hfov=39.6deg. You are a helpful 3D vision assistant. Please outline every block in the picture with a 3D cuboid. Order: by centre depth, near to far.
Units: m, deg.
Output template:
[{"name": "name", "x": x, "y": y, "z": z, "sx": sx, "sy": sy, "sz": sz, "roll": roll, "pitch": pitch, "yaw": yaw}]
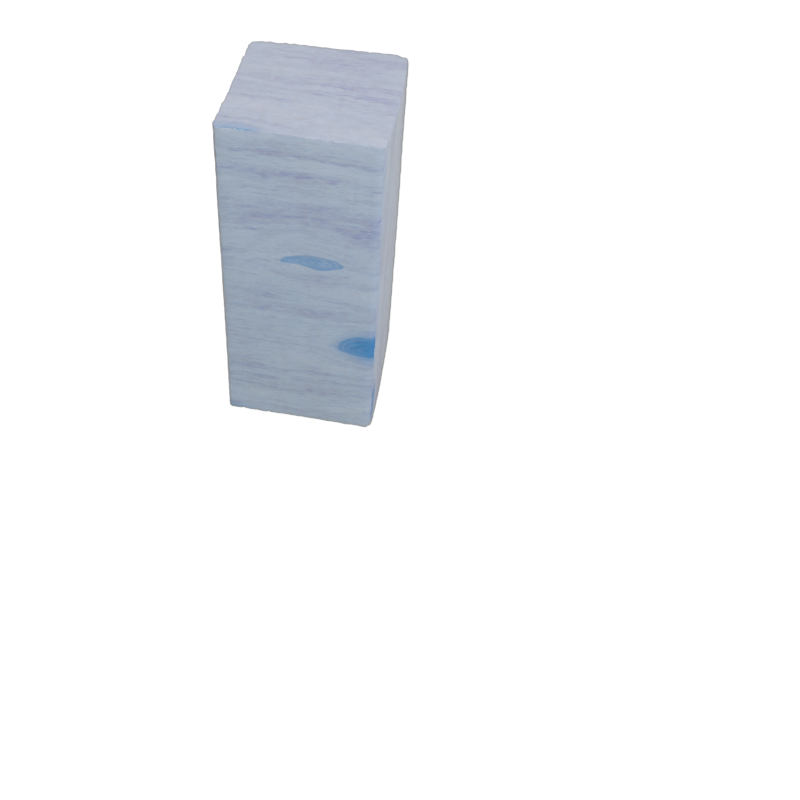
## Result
[{"name": "block", "x": -0.050, "y": -0.092, "z": 0.640, "sx": 0.092, "sy": 0.192, "sz": 0.096, "roll": 8, "pitch": 44, "yaw": 5}]
